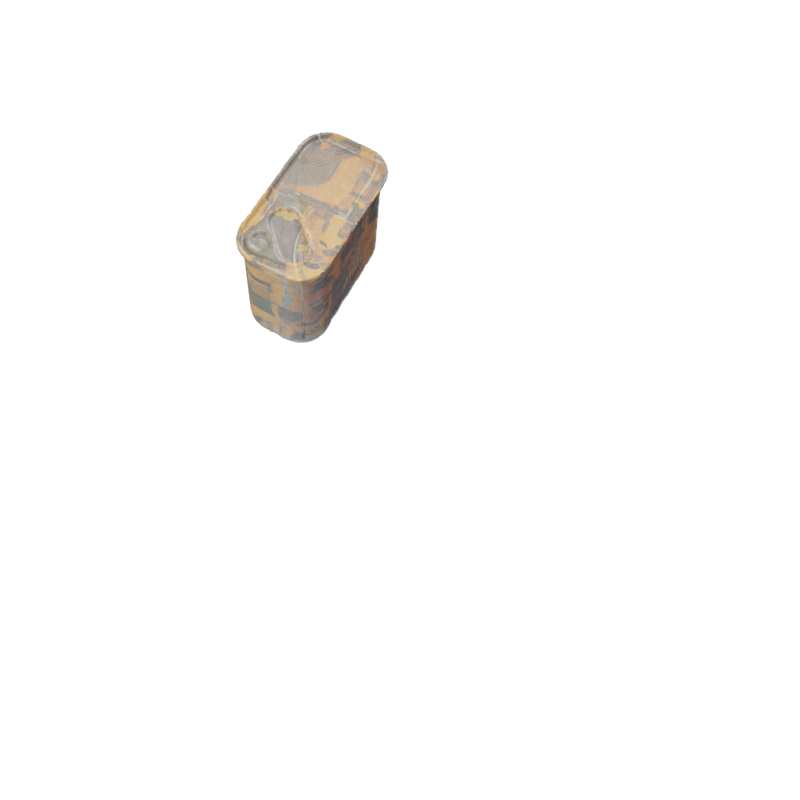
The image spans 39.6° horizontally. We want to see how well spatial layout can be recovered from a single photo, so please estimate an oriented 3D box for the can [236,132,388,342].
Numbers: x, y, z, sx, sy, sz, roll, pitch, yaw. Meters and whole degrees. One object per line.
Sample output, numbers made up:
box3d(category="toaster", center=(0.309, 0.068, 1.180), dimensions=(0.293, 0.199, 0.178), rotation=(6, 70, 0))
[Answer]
box3d(category="can", center=(-0.052, -0.095, 0.669), dimensions=(0.059, 0.105, 0.079), rotation=(26, -26, 10))
